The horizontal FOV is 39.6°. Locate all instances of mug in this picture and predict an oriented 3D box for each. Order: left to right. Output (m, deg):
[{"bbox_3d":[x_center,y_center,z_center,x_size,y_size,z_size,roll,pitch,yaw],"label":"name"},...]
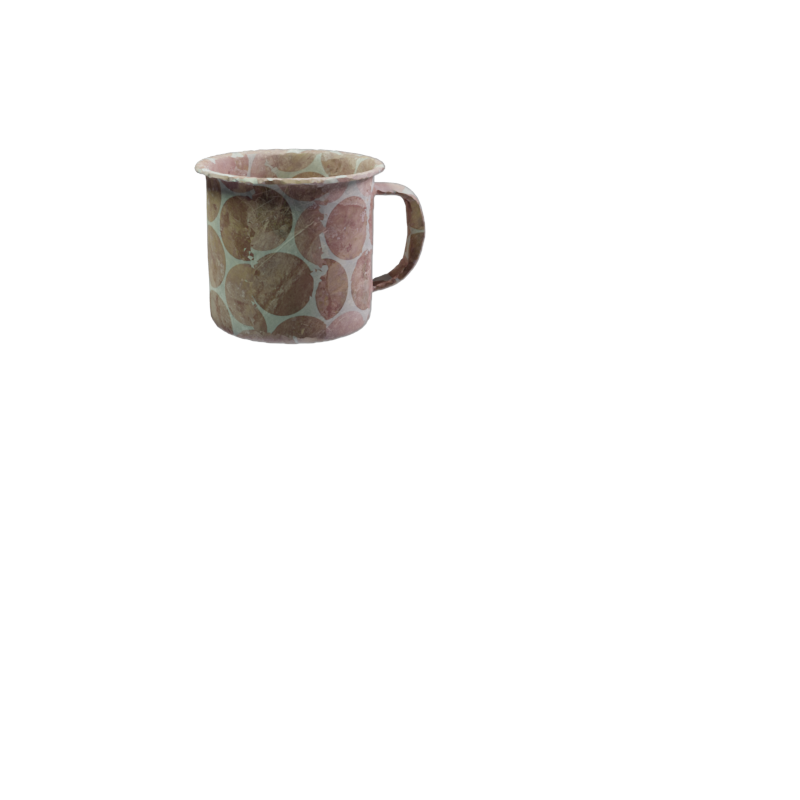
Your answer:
[{"bbox_3d":[-0.043,-0.079,0.554,0.115,0.079,0.099,-7,19,-20],"label":"mug"}]
